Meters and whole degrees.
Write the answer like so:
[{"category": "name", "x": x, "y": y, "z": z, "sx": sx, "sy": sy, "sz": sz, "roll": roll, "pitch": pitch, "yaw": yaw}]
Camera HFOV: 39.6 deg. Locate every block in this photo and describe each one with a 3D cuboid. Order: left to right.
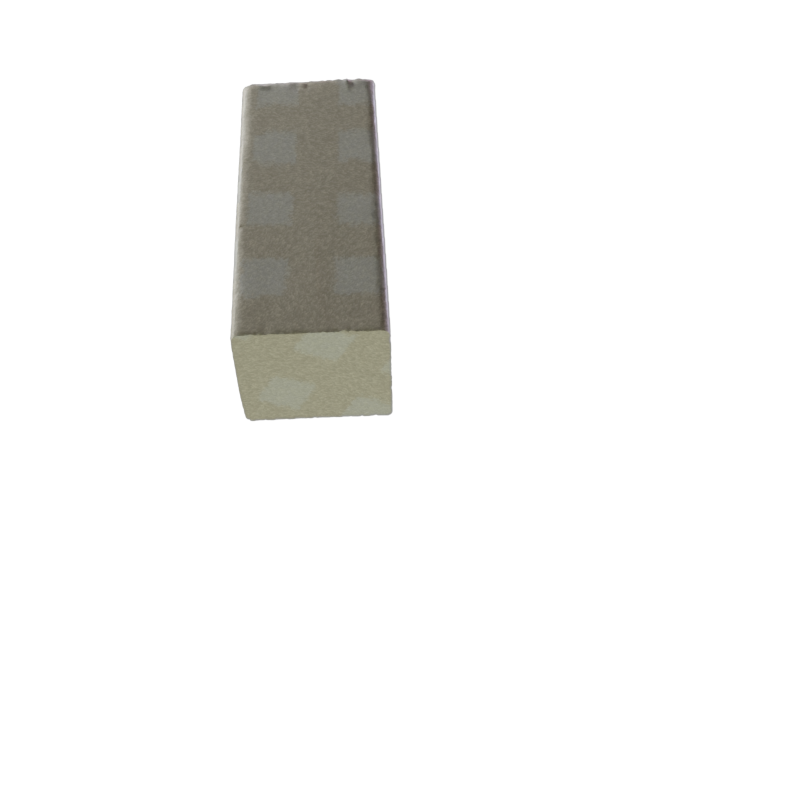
[{"category": "block", "x": -0.055, "y": -0.101, "z": 0.702, "sx": 0.091, "sy": 0.221, "sz": 0.084, "roll": -3, "pitch": -37, "yaw": 0}]
